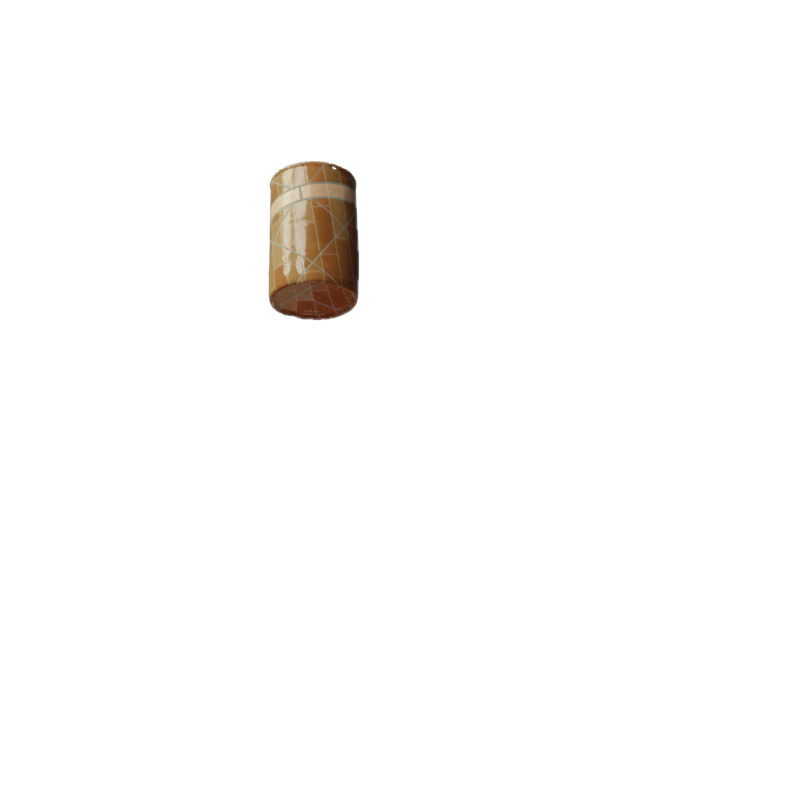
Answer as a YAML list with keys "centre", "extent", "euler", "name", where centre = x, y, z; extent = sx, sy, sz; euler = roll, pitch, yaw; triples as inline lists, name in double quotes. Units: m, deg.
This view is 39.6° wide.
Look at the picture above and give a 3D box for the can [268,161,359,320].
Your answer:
- centre: [-0.066, -0.120, 0.838]
  extent: [0.068, 0.108, 0.065]
  euler: [0, -26, -2]
  name: "can"
